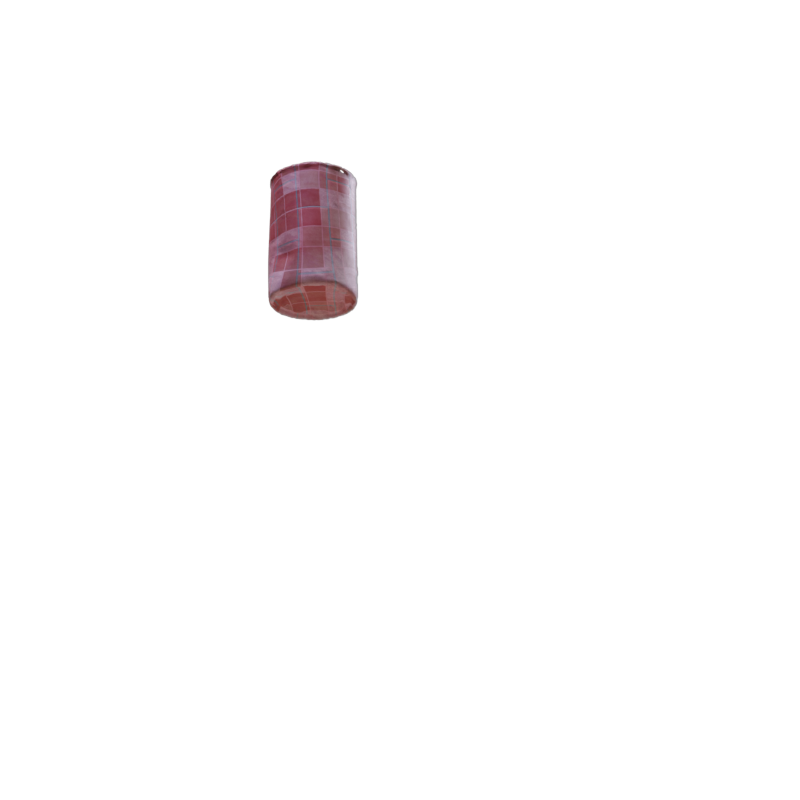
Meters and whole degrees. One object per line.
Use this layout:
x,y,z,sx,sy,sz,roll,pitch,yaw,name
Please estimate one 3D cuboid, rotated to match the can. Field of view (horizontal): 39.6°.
-0.066,-0.120,0.838,0.068,0.108,0.065,0,-25,-2,can
